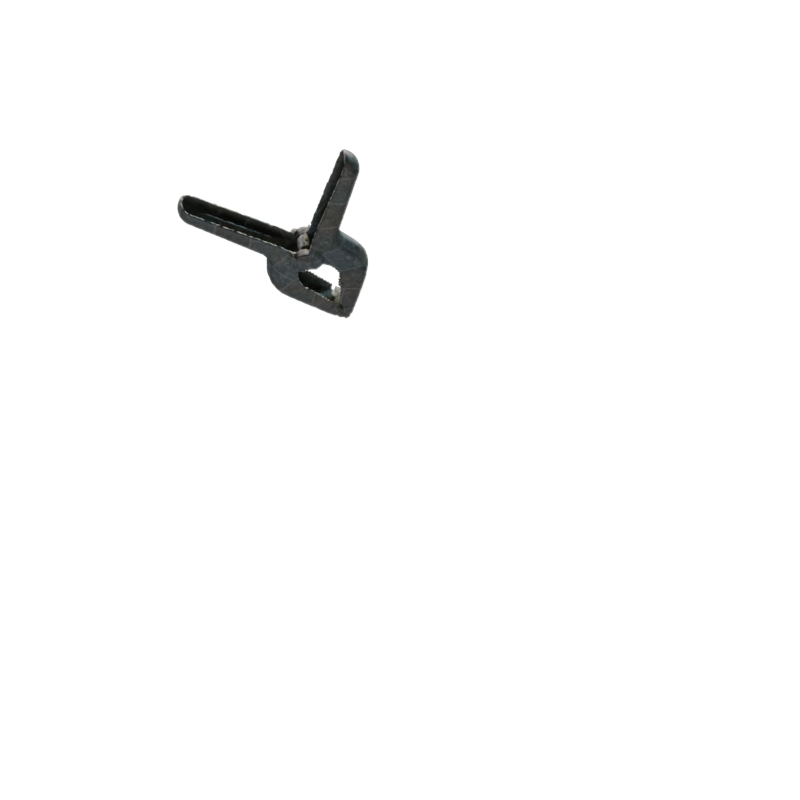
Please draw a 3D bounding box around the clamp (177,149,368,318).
[{"bbox_3d":[-0.078,-0.143,1.000,0.166,0.039,0.194,-16,-36,22],"label":"clamp"}]
